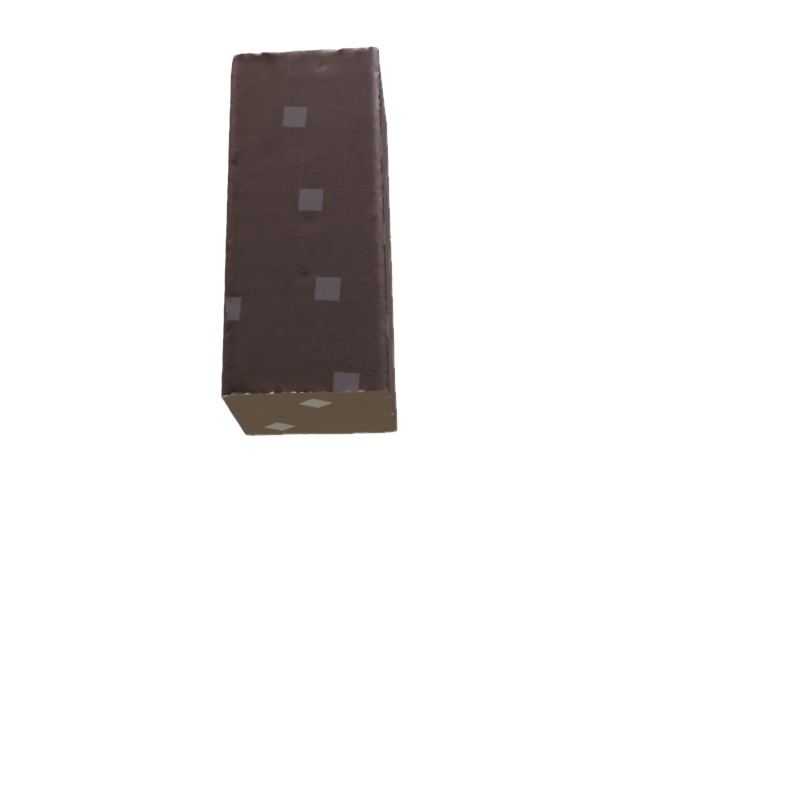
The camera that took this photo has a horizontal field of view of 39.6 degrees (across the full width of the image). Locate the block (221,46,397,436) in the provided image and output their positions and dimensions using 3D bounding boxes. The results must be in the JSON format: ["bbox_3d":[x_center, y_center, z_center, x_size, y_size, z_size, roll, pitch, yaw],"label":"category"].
[{"bbox_3d":[-0.051,-0.092,0.644,0.091,0.217,0.086,-3,-22,3],"label":"block"}]
